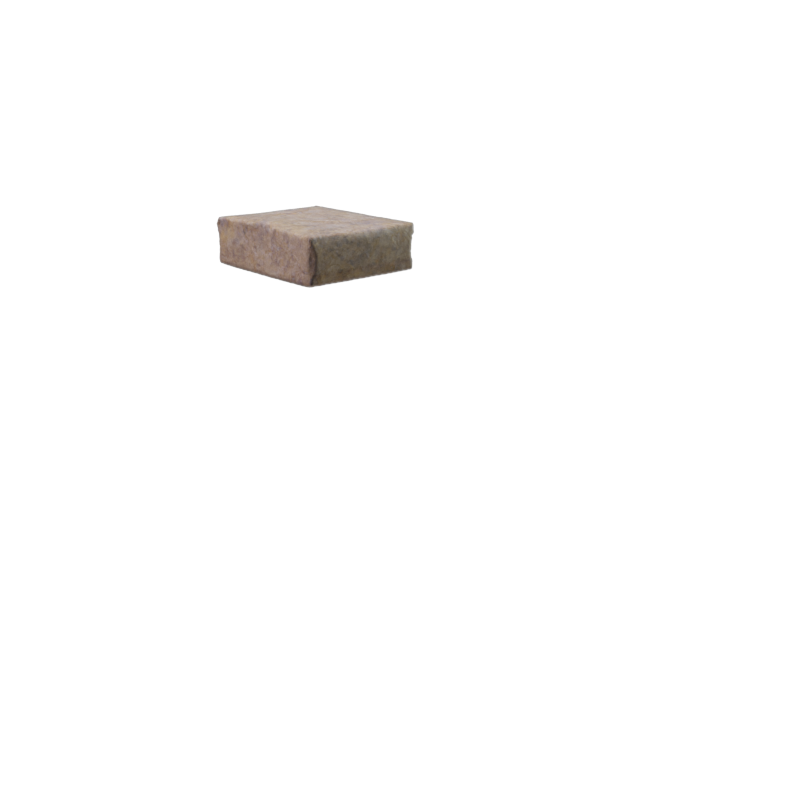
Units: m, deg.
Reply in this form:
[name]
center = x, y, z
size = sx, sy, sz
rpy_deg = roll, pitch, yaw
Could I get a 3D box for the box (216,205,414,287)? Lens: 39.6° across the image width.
[box]
center = -0.049, -0.089, 0.621
size = 0.071, 0.029, 0.094
rpy_deg = -13, 22, -38
